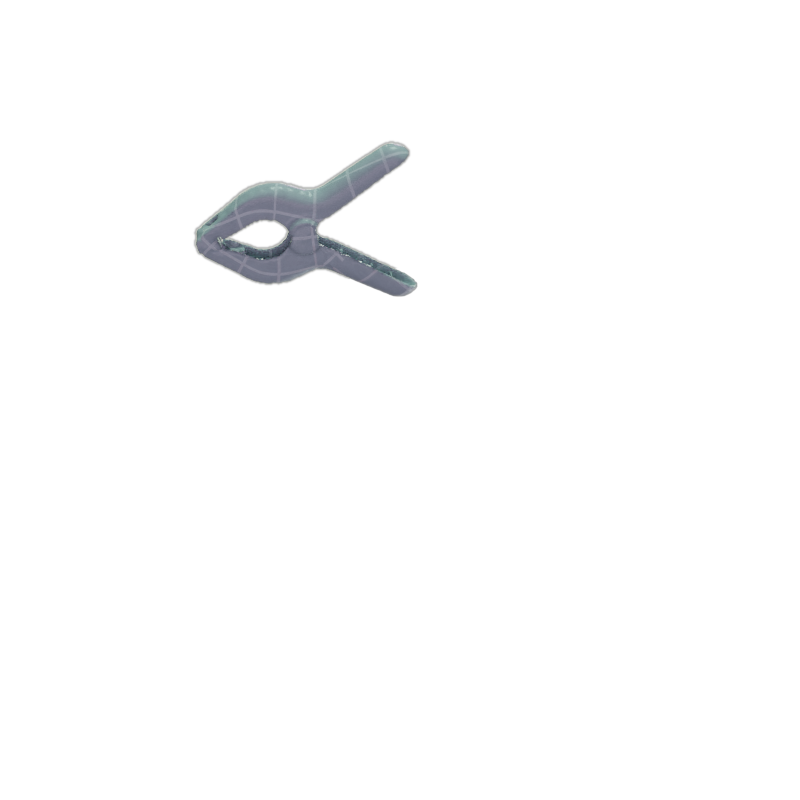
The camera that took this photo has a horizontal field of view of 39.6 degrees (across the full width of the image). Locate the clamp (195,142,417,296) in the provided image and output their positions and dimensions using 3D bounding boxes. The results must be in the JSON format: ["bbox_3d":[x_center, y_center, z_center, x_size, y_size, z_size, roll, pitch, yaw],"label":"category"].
[{"bbox_3d":[-0.066,-0.120,0.840,0.172,0.115,0.041,-13,16,3],"label":"clamp"}]
